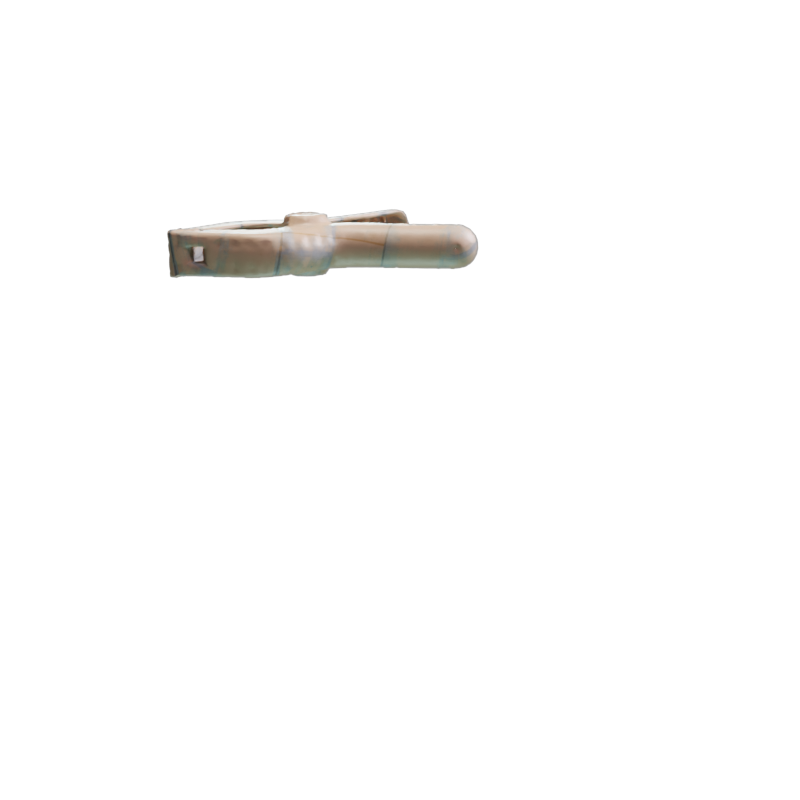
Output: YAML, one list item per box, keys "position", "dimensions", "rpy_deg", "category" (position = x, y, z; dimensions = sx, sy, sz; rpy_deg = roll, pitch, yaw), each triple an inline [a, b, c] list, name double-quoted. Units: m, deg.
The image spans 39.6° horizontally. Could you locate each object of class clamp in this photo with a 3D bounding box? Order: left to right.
- position: [-0.051, -0.094, 0.656]
  dimensions: [0.169, 0.039, 0.123]
  rpy_deg: [-1, 9, -9]
  category: "clamp"
